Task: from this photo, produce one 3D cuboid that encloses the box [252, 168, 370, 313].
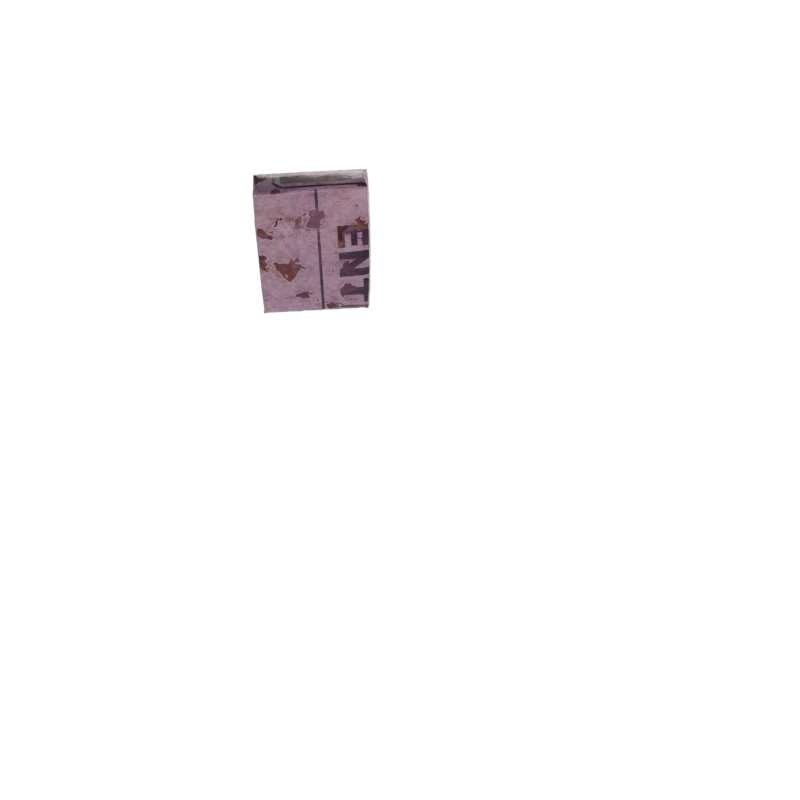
[{"bbox_3d":[-0.068,-0.125,0.876,0.090,0.107,0.041,-2,30,0],"label":"box"}]
